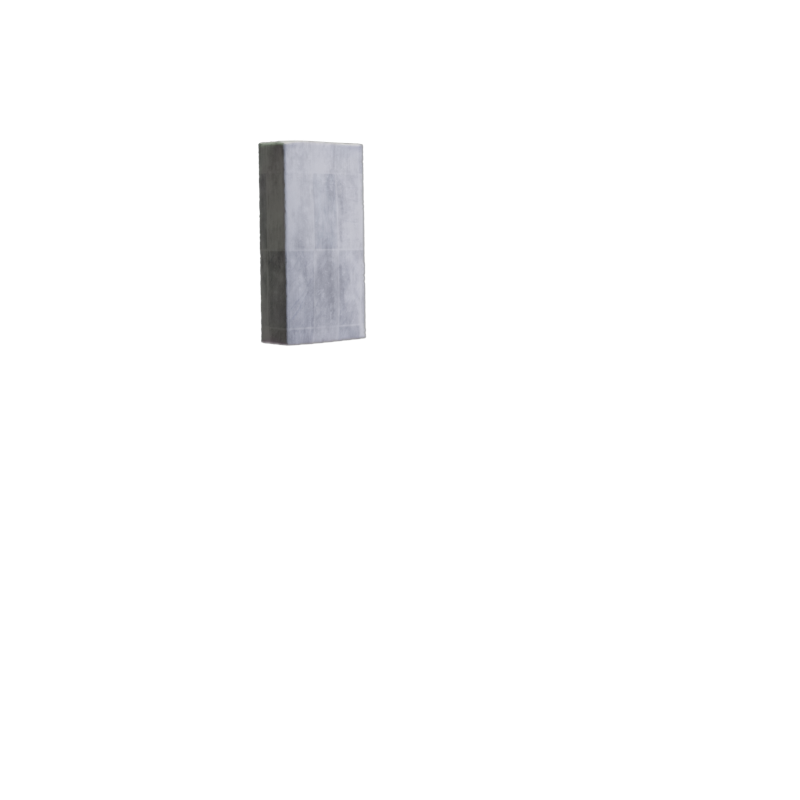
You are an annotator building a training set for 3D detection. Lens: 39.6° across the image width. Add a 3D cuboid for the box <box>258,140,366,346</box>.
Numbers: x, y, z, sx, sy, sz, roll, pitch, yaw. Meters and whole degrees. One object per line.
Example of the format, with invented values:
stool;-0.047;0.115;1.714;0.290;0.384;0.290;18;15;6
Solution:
box;-0.077;-0.140;0.981;0.090;0.175;0.050;-4;5;-41
